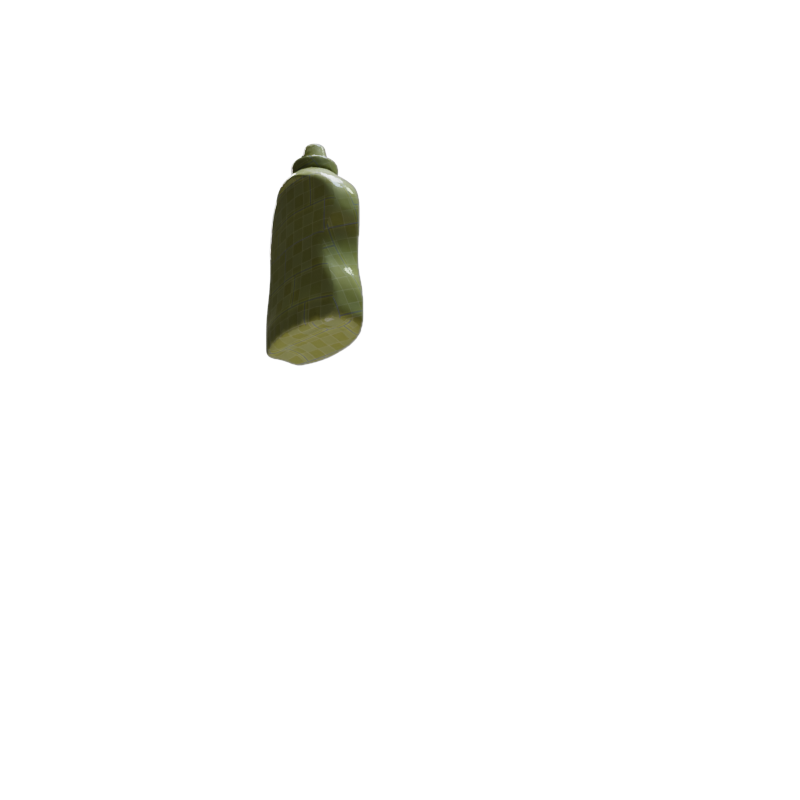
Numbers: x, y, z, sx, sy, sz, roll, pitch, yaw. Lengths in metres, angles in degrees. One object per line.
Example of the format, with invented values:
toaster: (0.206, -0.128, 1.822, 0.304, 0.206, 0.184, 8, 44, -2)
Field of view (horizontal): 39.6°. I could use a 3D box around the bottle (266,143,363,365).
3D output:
bottle: (-0.072, -0.132, 0.926, 0.055, 0.204, 0.095, 18, -34, -32)
